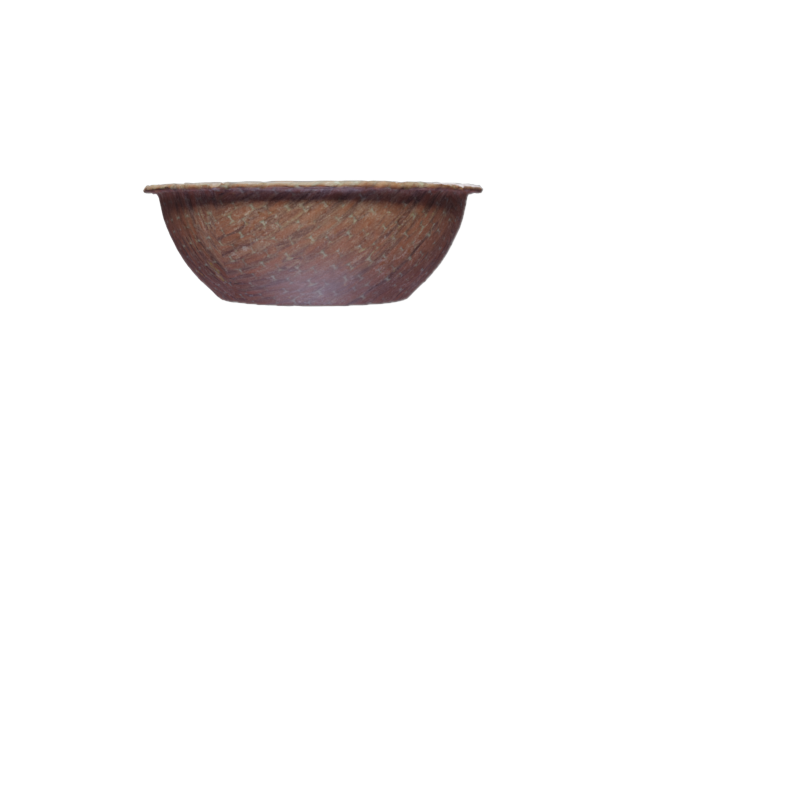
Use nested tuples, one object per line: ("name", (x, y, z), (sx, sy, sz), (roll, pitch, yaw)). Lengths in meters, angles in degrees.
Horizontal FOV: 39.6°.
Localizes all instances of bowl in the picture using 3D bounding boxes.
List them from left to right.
("bowl", (-0.042, -0.076, 0.533), (0.162, 0.054, 0.165), (0, 9, -2))
